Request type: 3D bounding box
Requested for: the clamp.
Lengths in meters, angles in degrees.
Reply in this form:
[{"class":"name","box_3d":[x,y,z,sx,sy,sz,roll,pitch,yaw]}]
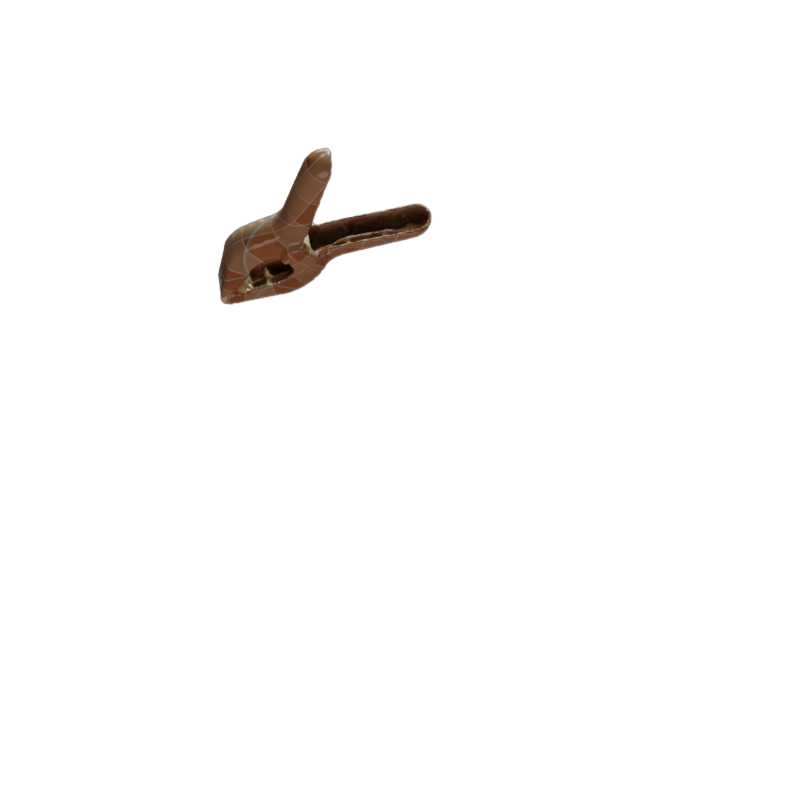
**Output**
[{"class":"clamp","box_3d":[-0.064,-0.117,0.817,0.113,0.042,0.170,23,-38,-33]}]
